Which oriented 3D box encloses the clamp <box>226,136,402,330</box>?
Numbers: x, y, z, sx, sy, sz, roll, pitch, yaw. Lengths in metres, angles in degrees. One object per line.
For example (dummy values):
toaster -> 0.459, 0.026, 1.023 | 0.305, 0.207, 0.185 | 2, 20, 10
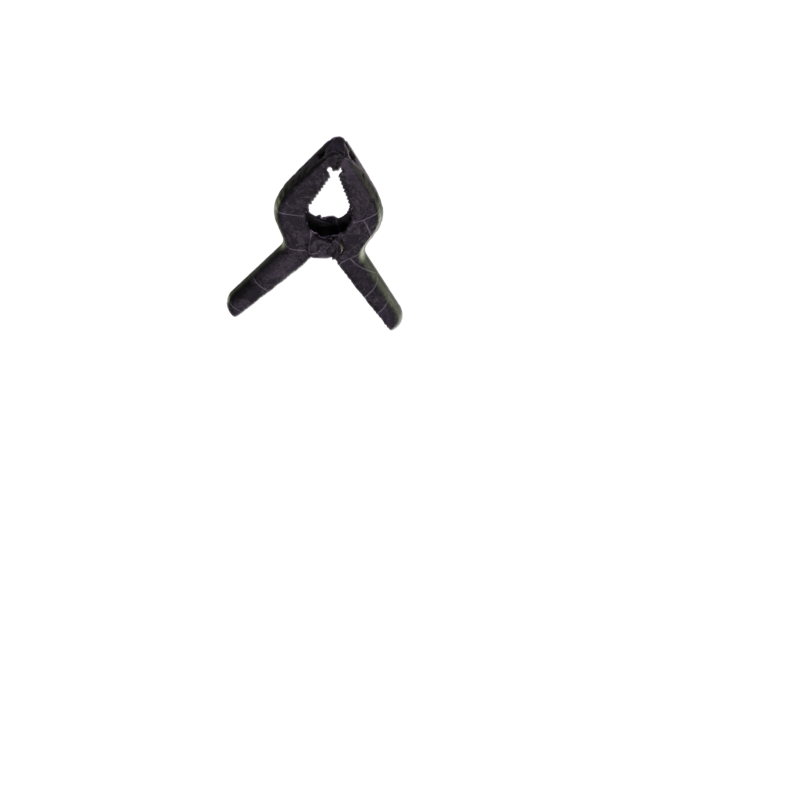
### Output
clamp -> -0.077, -0.141, 0.988 | 0.164, 0.195, 0.039 | 0, 44, -1
